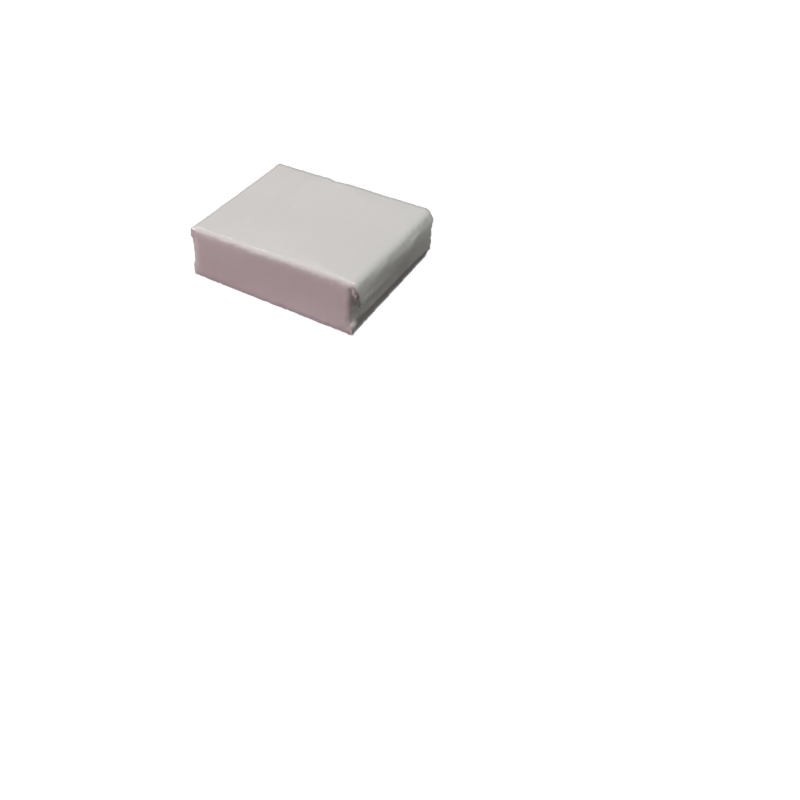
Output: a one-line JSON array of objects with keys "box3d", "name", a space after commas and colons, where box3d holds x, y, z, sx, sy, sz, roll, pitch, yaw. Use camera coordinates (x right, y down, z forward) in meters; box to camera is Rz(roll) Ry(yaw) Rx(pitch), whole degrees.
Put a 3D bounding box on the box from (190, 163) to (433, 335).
[{"box3d": [-0.040, -0.074, 0.518, 0.093, 0.028, 0.075, 21, 42, 24], "name": "box"}]
